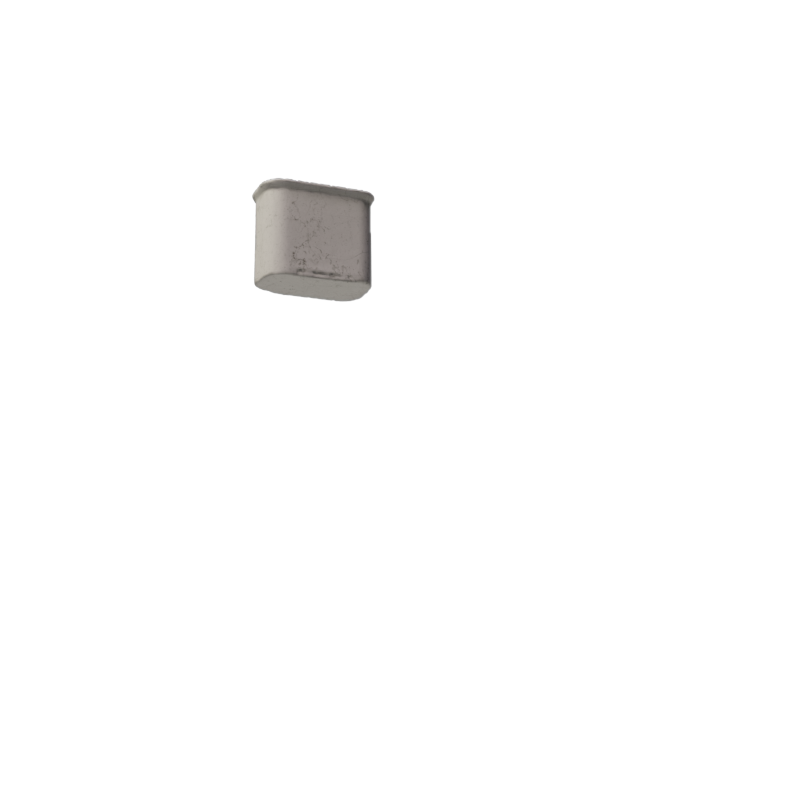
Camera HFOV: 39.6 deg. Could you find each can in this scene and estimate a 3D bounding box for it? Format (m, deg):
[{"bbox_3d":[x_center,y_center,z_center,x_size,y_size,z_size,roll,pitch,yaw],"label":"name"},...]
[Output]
[{"bbox_3d":[-0.073,-0.133,0.934,0.099,0.088,0.057,6,-19,-21],"label":"can"}]
